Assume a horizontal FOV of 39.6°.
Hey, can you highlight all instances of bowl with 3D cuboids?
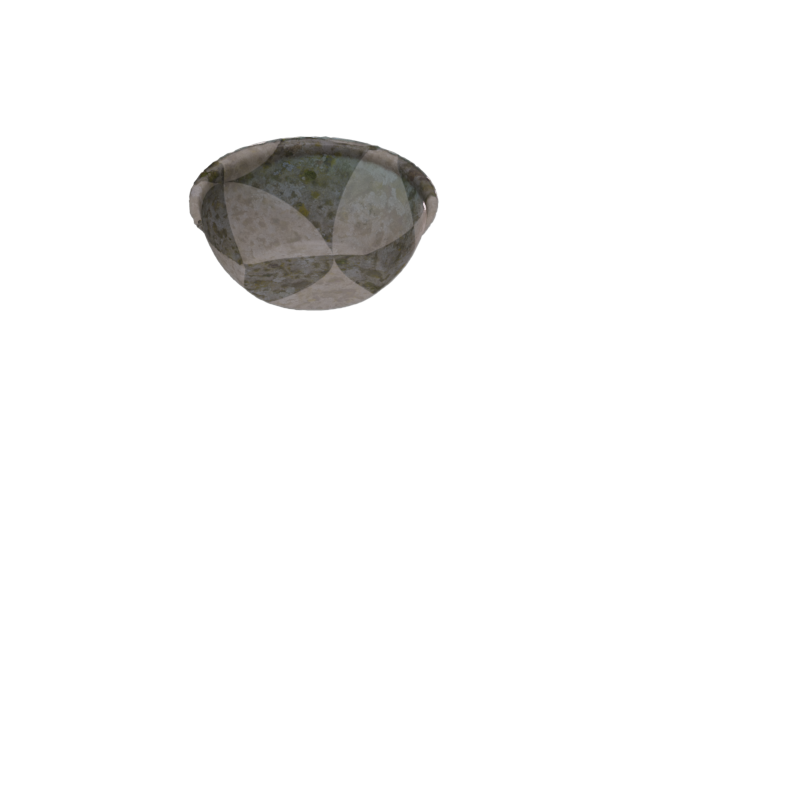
[{"bbox_3d":[-0.055,-0.101,0.706,0.162,0.058,0.153,1,-24,-2],"label":"bowl"}]
